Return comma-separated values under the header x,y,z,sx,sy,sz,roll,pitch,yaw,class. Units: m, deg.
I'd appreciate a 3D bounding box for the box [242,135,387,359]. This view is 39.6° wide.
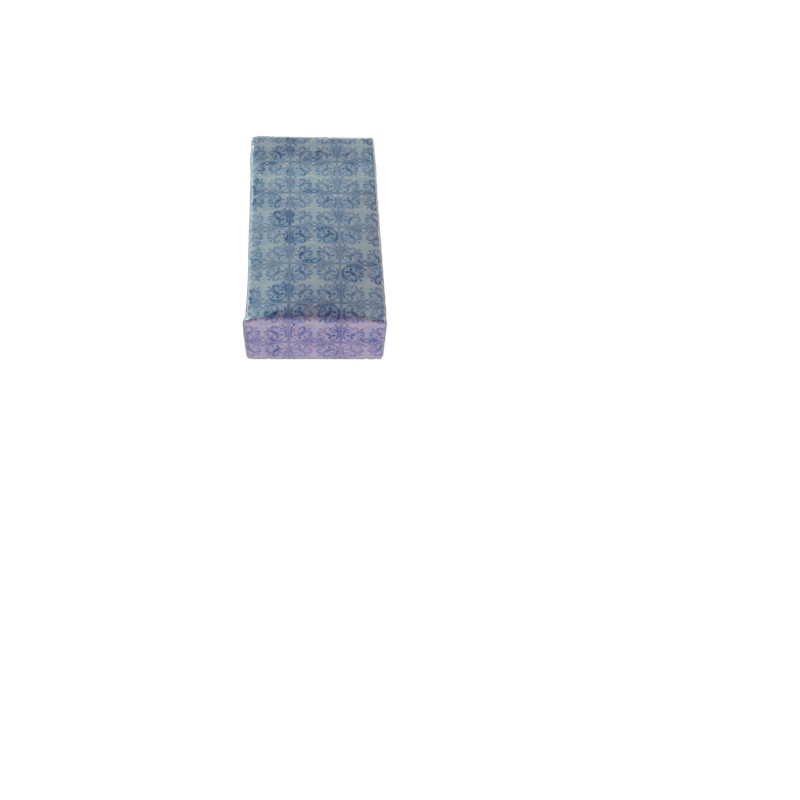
x,y,z,sx,sy,sz,roll,pitch,yaw,class
-0.060,-0.110,0.774,0.093,0.189,0.045,0,-41,-3,box
